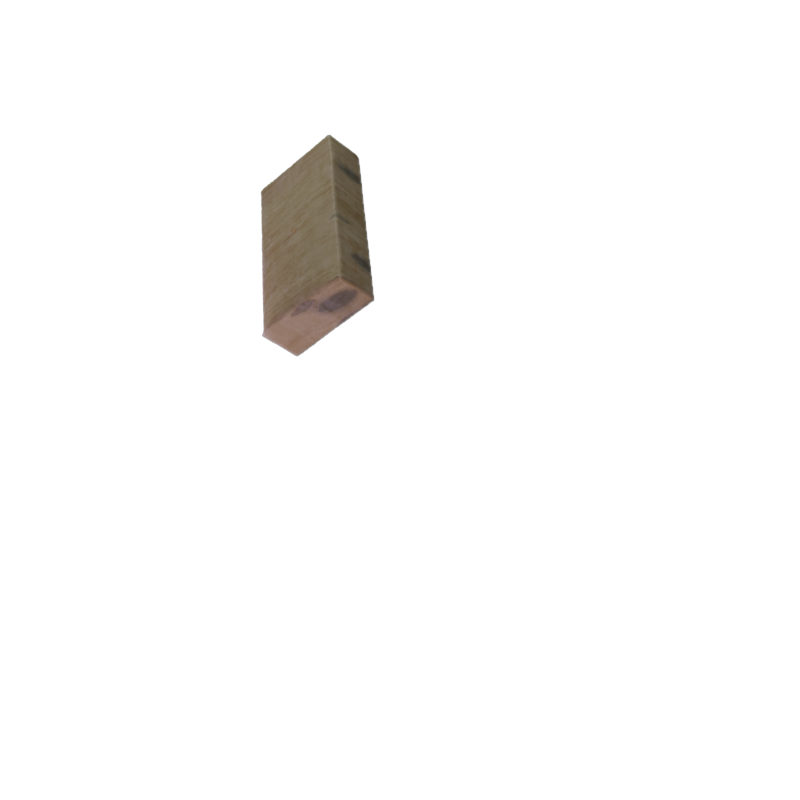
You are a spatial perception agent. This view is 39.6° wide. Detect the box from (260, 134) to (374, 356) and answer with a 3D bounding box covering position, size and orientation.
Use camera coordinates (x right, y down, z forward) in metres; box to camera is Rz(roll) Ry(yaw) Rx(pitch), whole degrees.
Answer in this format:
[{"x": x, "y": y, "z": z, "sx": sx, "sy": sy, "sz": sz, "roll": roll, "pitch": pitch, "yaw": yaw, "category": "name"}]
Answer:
[{"x": -0.072, "y": -0.133, "z": 0.929, "sx": 0.092, "sy": 0.189, "sz": 0.045, "roll": -34, "pitch": -51, "yaw": 29, "category": "box"}]
